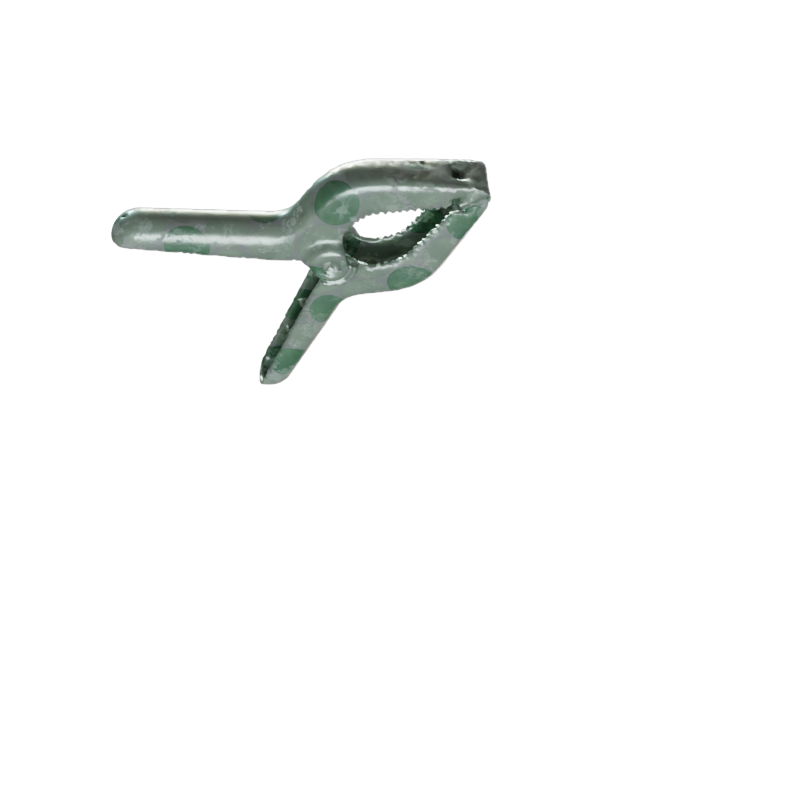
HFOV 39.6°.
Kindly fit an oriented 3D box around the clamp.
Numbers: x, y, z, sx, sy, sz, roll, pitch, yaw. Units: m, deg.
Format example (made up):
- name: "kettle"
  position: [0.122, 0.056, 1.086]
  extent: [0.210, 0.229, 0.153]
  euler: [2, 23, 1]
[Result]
- name: "clamp"
  position: [-0.050, -0.092, 0.642]
  extent: [0.210, 0.039, 0.153]
  euler: [-26, -47, 27]
